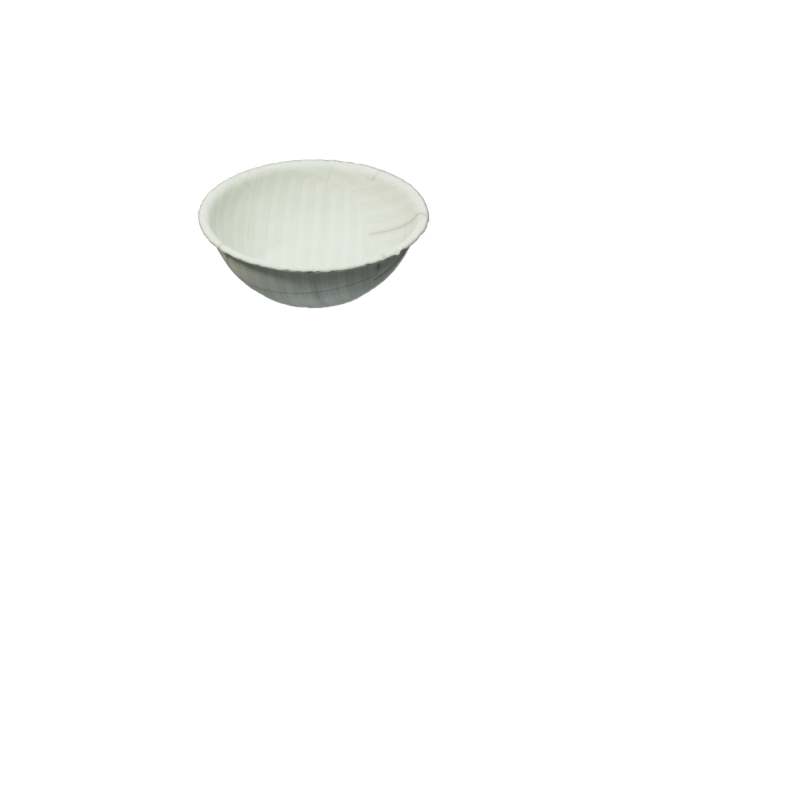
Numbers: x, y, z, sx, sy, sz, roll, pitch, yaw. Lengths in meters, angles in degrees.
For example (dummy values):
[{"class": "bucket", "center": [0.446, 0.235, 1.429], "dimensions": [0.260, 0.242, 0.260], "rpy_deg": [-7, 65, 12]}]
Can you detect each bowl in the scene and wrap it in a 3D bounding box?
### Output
[{"class": "bowl", "center": [-0.062, -0.113, 0.788], "dimensions": [0.162, 0.052, 0.173], "rpy_deg": [-1, 36, -2]}]
